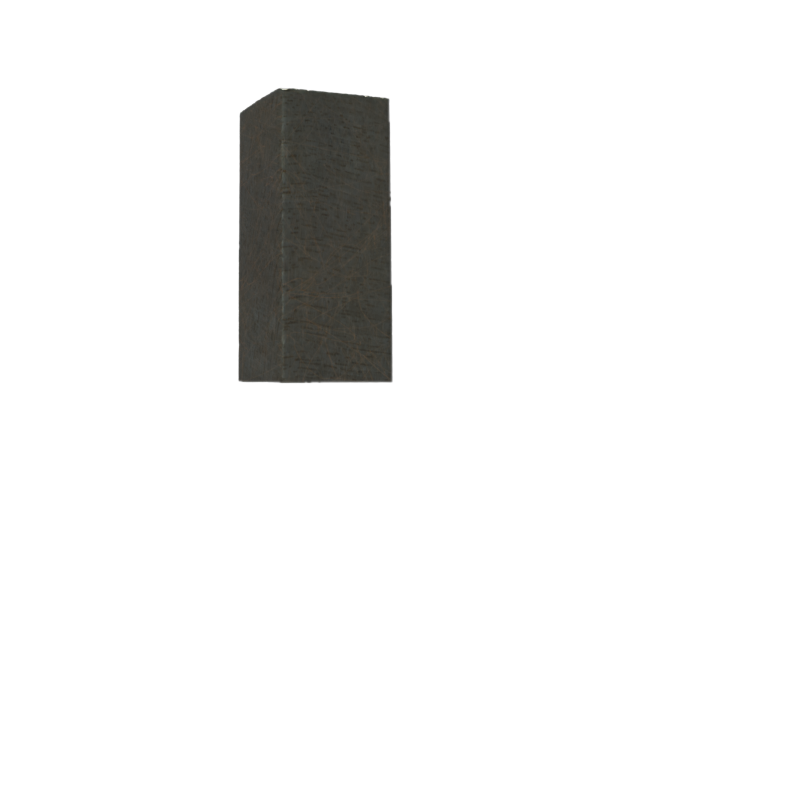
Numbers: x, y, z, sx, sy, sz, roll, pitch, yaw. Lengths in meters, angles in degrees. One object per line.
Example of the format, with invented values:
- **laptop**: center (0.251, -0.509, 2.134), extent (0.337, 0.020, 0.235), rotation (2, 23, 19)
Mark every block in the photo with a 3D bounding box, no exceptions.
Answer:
- **block**: center (-0.064, -0.117, 0.819), extent (0.088, 0.209, 0.092), rotation (2, -6, -25)
